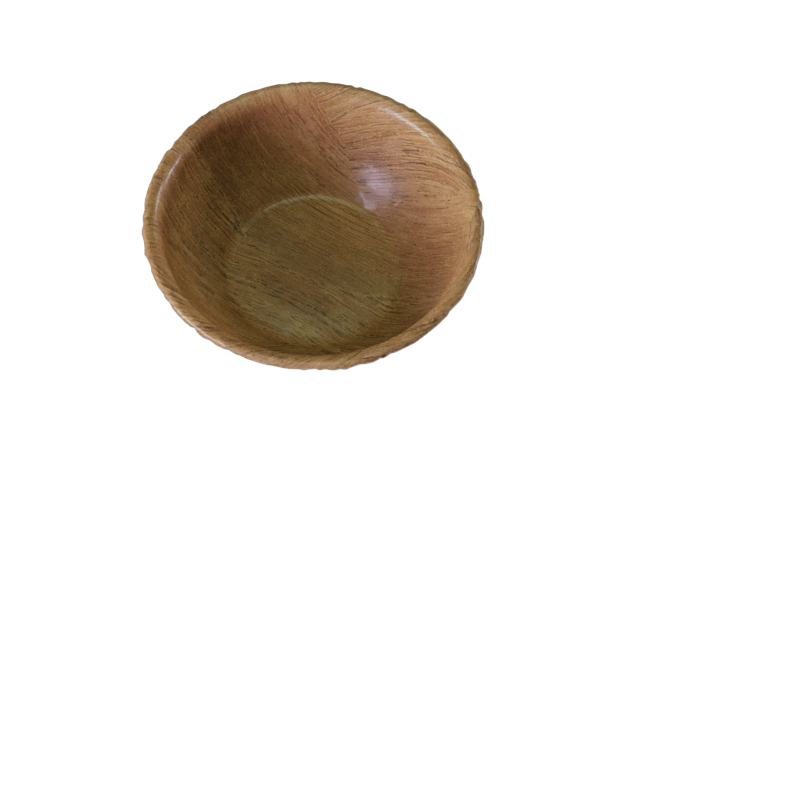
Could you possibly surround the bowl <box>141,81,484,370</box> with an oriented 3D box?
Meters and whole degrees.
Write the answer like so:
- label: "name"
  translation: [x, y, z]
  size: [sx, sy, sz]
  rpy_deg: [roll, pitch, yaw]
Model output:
- label: "bowl"
  translation: [-0.043, -0.078, 0.546]
  size: [0.162, 0.172, 0.052]
  rpy_deg: [-1, -29, -1]
